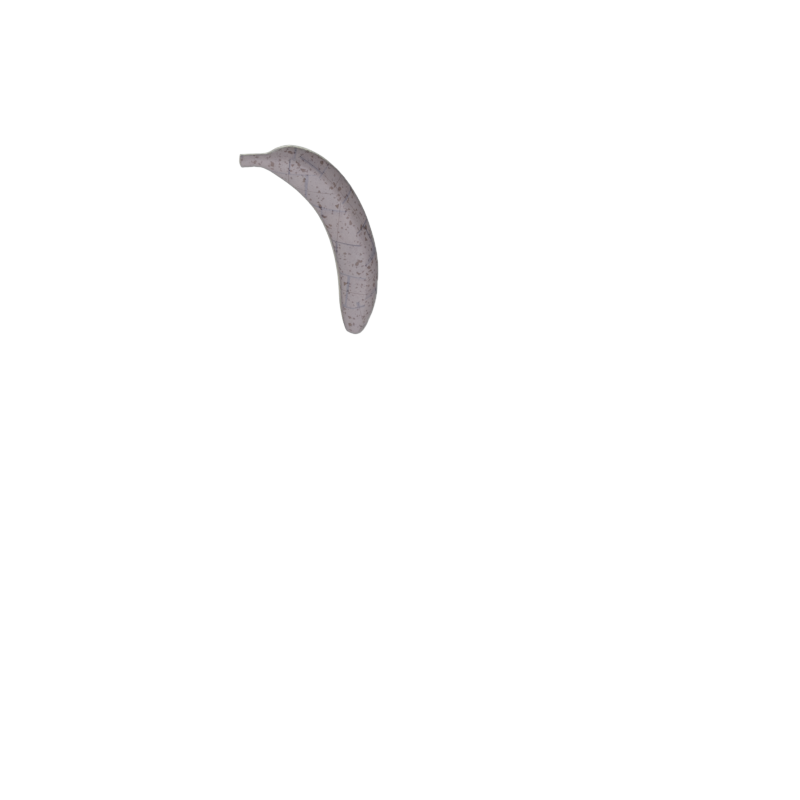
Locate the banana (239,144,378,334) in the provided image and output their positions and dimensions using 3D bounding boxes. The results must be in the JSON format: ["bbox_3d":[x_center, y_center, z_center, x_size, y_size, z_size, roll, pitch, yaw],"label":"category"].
[{"bbox_3d":[-0.061,-0.148,0.956,0.069,0.187,0.039,-28,22,12],"label":"banana"}]
